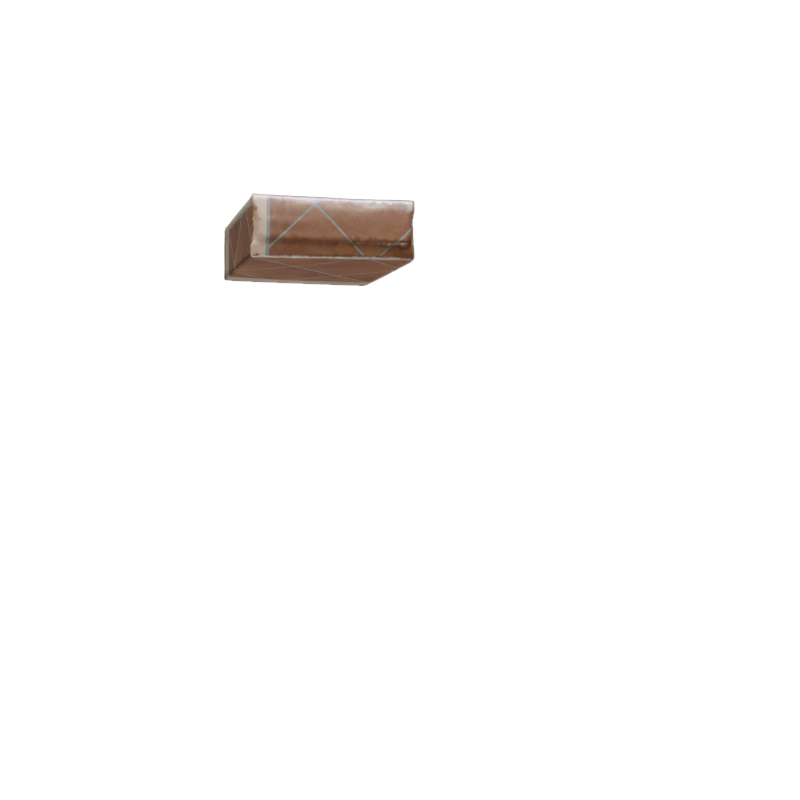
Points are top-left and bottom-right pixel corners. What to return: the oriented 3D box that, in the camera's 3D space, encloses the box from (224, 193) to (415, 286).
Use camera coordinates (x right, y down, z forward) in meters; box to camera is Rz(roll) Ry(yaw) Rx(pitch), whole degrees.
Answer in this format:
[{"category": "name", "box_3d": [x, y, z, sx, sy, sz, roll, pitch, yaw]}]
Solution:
[{"category": "box", "box_3d": [-0.040, -0.073, 0.513, 0.072, 0.031, 0.089, 1, -3, -14]}]
